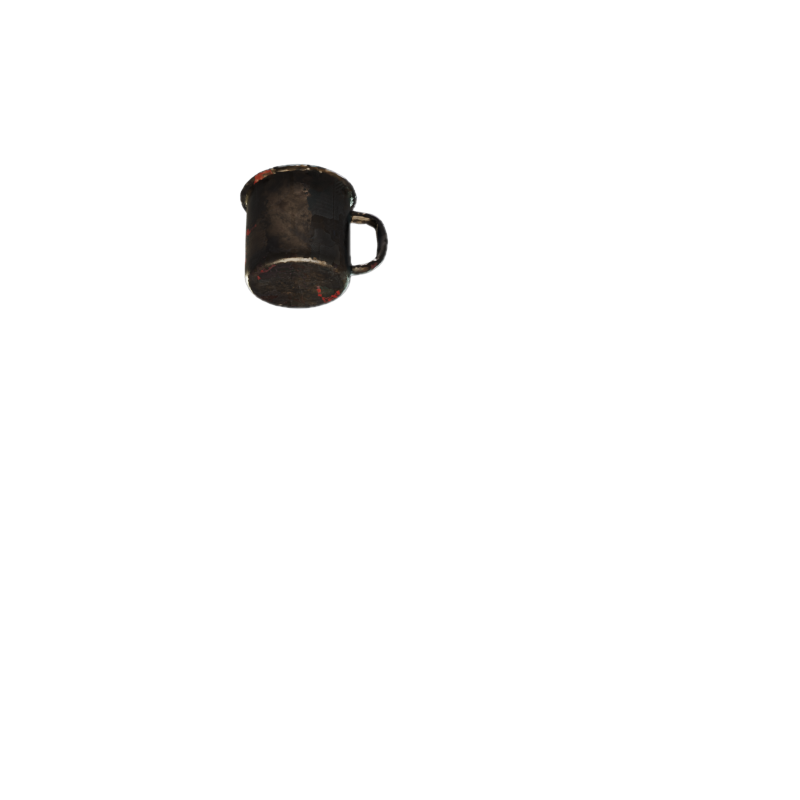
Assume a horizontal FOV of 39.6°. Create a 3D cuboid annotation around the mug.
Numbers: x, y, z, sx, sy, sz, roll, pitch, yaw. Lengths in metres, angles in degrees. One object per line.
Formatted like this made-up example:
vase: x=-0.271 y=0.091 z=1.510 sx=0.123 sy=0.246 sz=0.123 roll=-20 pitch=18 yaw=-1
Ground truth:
mug: x=-0.068 y=-0.123 z=0.864 sx=0.116 sy=0.087 sz=0.089 roll=4 pitch=-29 yaw=-9
